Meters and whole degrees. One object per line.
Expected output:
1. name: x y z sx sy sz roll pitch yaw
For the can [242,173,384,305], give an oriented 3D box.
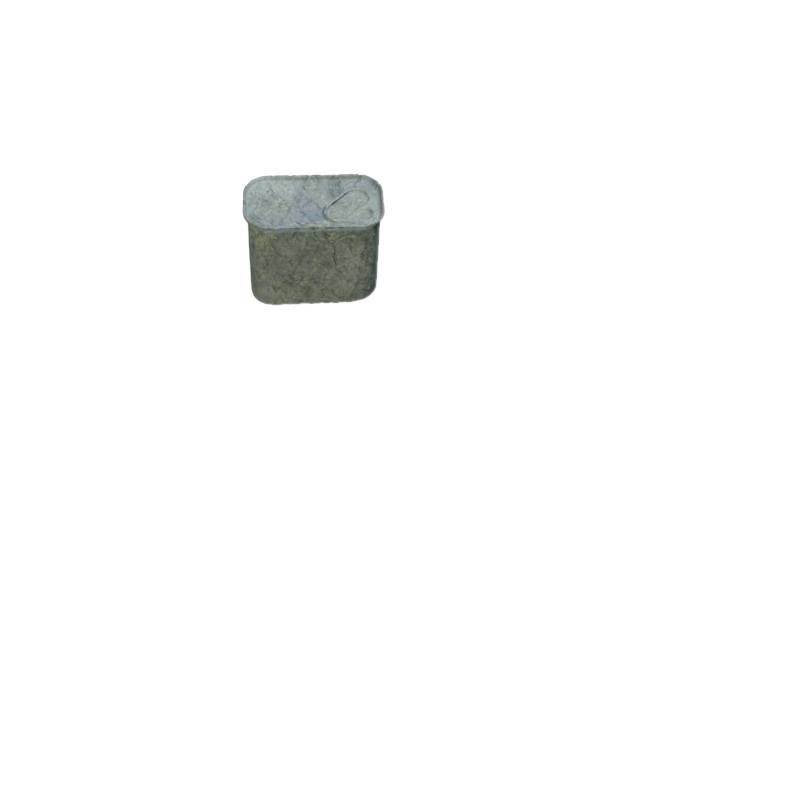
1. can: -0.065 -0.118 0.826 0.102 0.062 0.078 -1 -42 -3
